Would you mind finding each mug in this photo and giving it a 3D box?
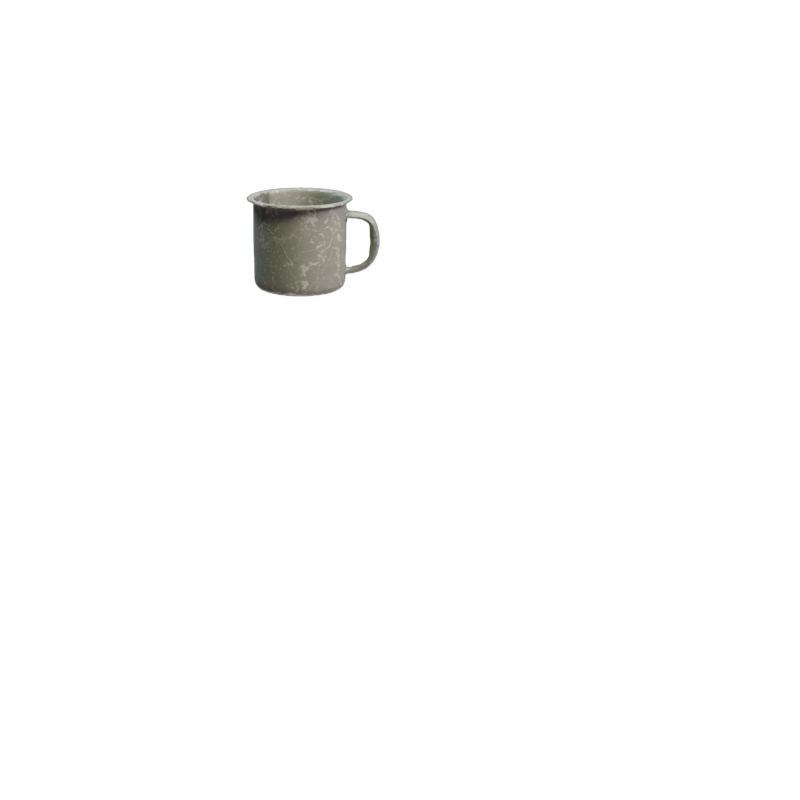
[{"bbox_3d":[-0.077,-0.140,0.979,0.117,0.079,0.096,1,17,1],"label":"mug"}]
